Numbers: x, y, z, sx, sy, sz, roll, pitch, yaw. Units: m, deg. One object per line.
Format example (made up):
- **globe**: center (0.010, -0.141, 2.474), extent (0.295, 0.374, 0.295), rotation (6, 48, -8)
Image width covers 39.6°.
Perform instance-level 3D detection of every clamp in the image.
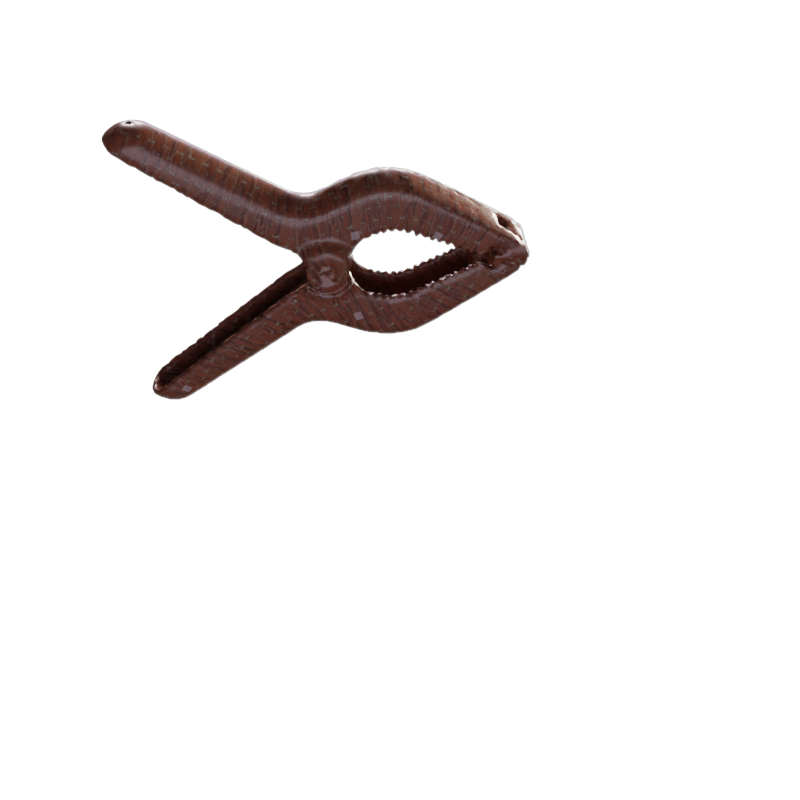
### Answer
- **clamp**: center (-0.044, -0.080, 0.559), extent (0.211, 0.153, 0.039), rotation (-9, 36, 6)
